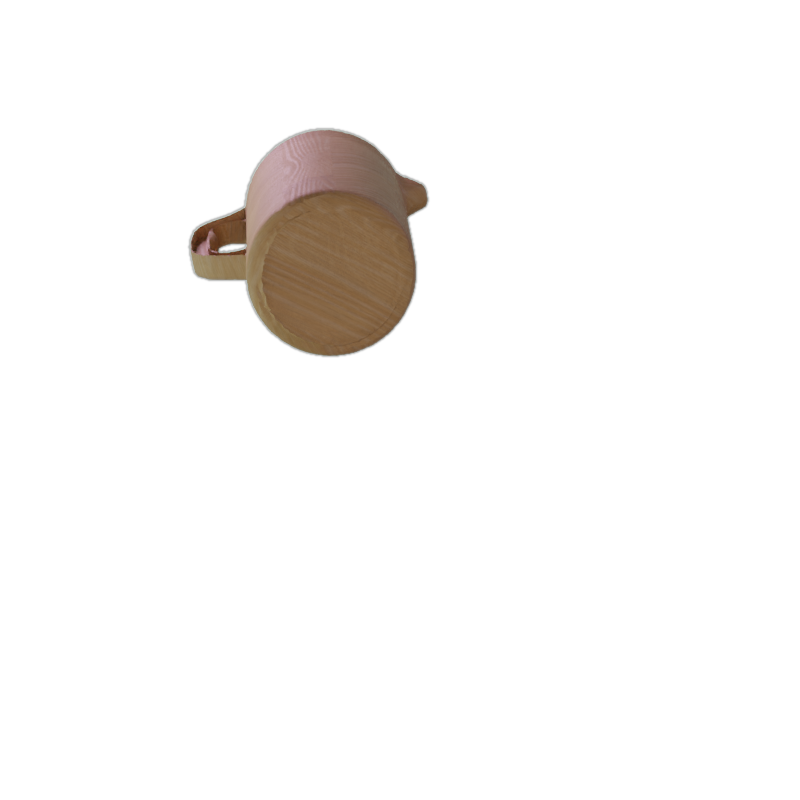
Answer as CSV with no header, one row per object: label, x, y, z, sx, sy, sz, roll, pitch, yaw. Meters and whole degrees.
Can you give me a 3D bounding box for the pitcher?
pitcher,-0.063,-0.115,0.804,0.142,0.147,0.252,35,12,-13
